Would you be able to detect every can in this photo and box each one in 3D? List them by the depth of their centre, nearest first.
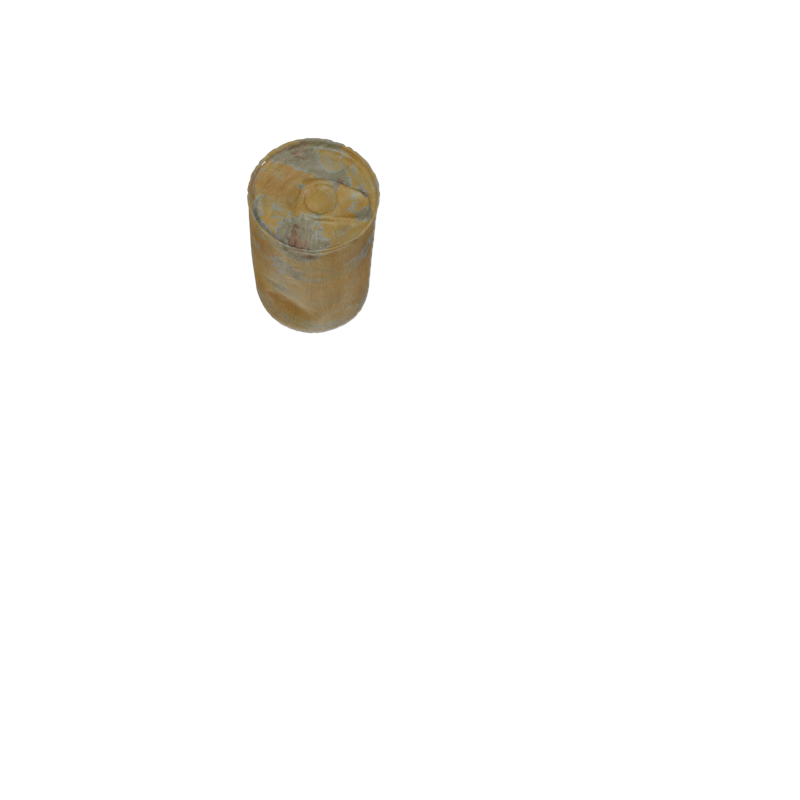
[{"bbox_3d":[-0.048,-0.087,0.607,0.068,0.073,0.097,0,-25,-3],"label":"can"}]
